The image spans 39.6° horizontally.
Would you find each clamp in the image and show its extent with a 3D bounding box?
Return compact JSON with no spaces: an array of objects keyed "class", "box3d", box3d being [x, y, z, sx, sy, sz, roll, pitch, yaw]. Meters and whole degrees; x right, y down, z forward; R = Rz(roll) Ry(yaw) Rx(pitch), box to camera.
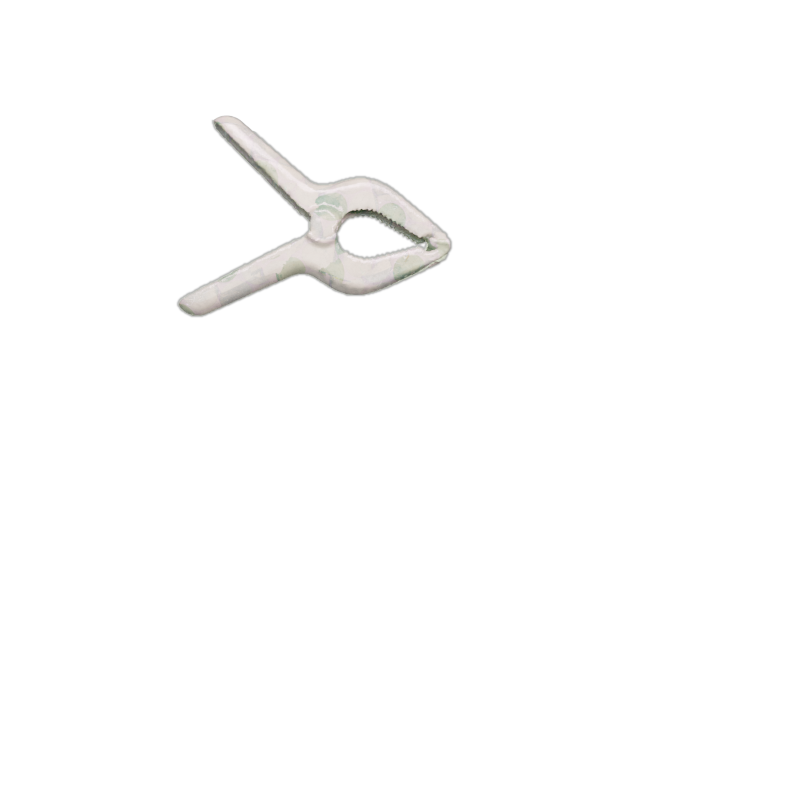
[{"class":"clamp","box3d":[-0.068,-0.125,0.872,0.211,0.169,0.035,15,-13,3]}]
